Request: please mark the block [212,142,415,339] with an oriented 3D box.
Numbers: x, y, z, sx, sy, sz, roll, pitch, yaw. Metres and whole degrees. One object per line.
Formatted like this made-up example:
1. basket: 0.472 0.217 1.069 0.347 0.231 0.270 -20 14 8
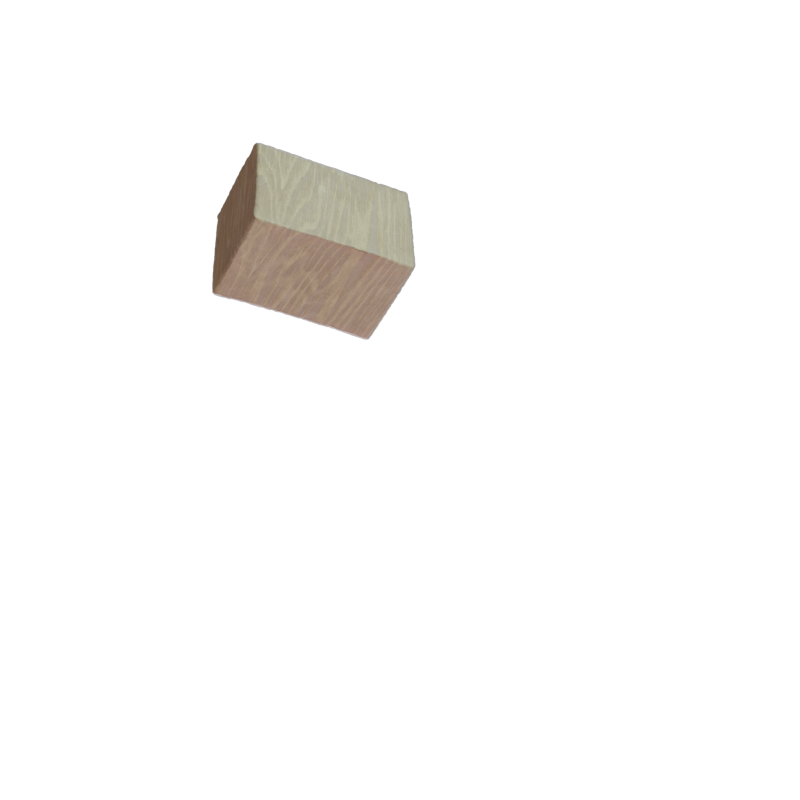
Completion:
1. block: -0.039 -0.071 0.499 0.075 0.055 0.051 17 -47 -19
